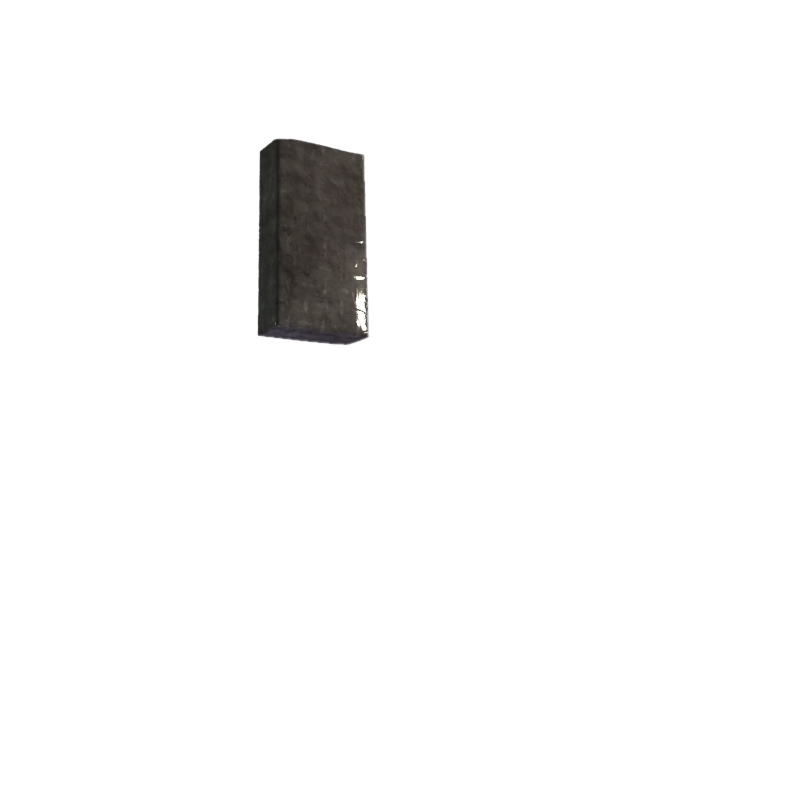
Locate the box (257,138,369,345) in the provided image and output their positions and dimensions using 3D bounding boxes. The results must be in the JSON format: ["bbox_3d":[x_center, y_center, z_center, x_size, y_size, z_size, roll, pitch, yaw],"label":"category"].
[{"bbox_3d":[-0.077,-0.141,0.987,0.090,0.183,0.048,7,-19,-28],"label":"box"}]
